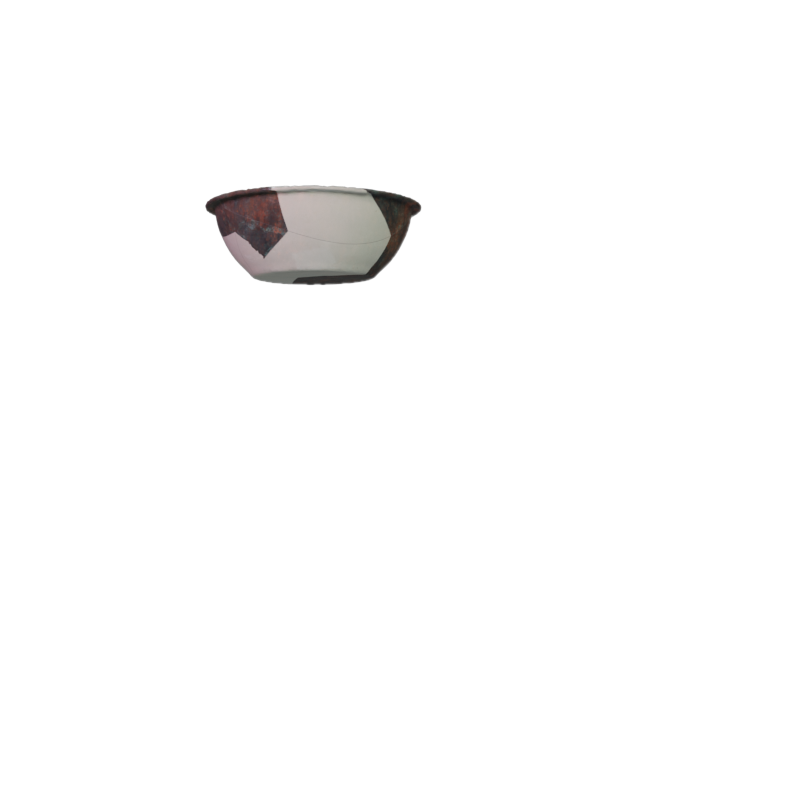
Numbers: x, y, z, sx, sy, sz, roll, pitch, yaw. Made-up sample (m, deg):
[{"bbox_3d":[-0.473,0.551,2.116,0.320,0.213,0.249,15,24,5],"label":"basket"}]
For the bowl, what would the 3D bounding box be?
[{"bbox_3d":[-0.065,-0.118,0.825,0.162,0.056,0.160,0,-2,-2],"label":"bowl"}]
